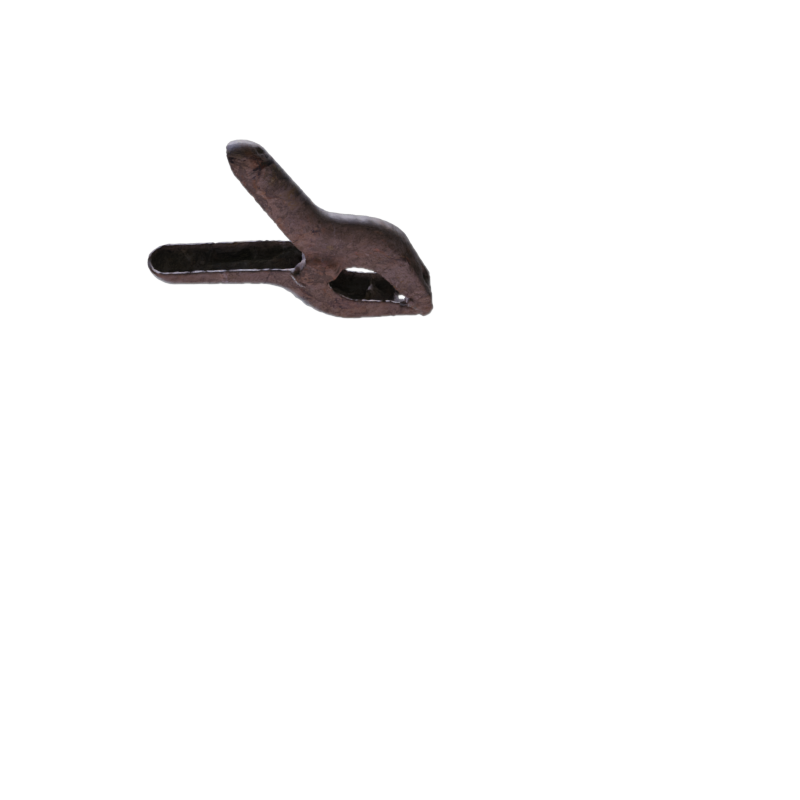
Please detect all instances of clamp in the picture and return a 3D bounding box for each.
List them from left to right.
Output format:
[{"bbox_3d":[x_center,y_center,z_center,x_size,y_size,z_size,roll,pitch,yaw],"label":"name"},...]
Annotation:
[{"bbox_3d":[-0.050,-0.092,0.643,0.166,0.042,0.116,10,-30,-19],"label":"clamp"}]
